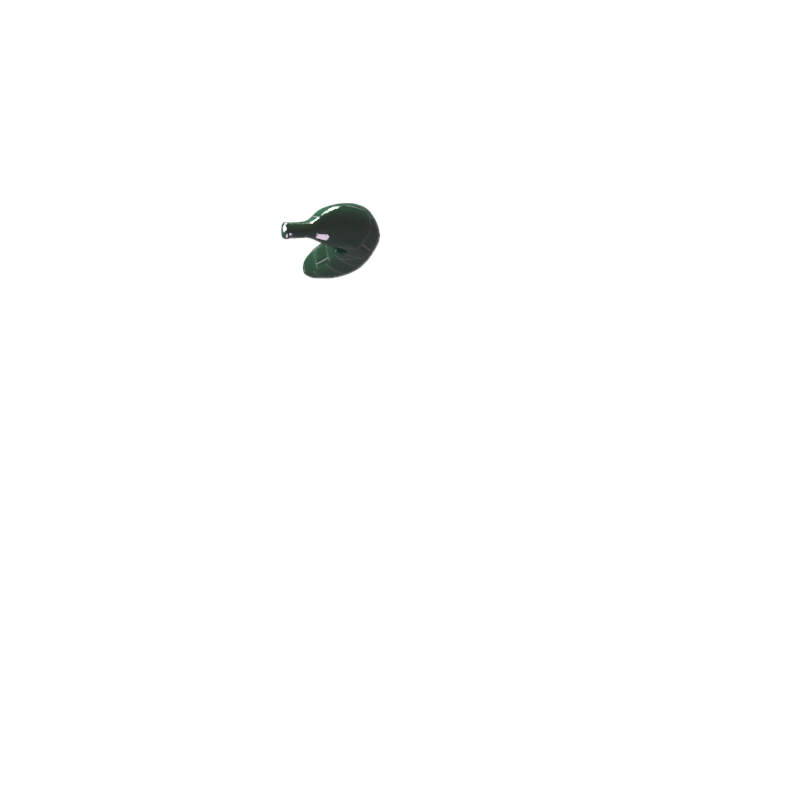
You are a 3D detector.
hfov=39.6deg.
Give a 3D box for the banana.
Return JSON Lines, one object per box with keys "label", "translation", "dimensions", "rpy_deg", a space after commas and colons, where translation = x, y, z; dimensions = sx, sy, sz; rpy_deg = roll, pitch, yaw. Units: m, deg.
{"label": "banana", "translation": [-0.050, -0.126, 0.874], "dimensions": [0.070, 0.037, 0.193], "rpy_deg": [0, -4, 1]}
